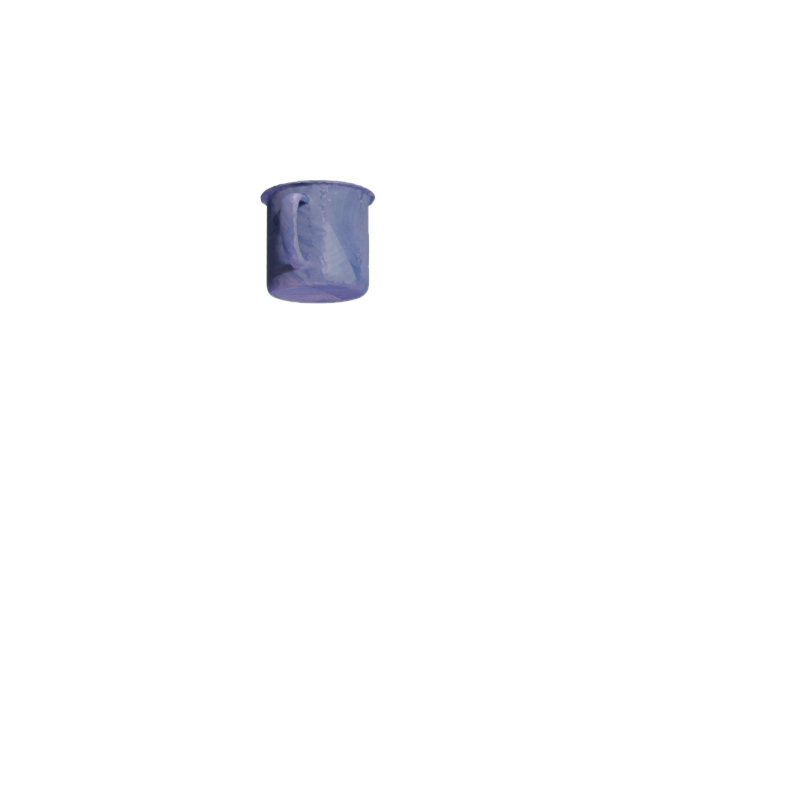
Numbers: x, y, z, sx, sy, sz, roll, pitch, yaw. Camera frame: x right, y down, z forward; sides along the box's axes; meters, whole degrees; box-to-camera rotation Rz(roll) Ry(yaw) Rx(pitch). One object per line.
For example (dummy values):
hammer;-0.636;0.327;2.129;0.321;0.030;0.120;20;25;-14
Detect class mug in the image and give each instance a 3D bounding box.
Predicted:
mug;-0.069;-0.125;0.876;0.095;0.084;0.112;-3;-10;14
